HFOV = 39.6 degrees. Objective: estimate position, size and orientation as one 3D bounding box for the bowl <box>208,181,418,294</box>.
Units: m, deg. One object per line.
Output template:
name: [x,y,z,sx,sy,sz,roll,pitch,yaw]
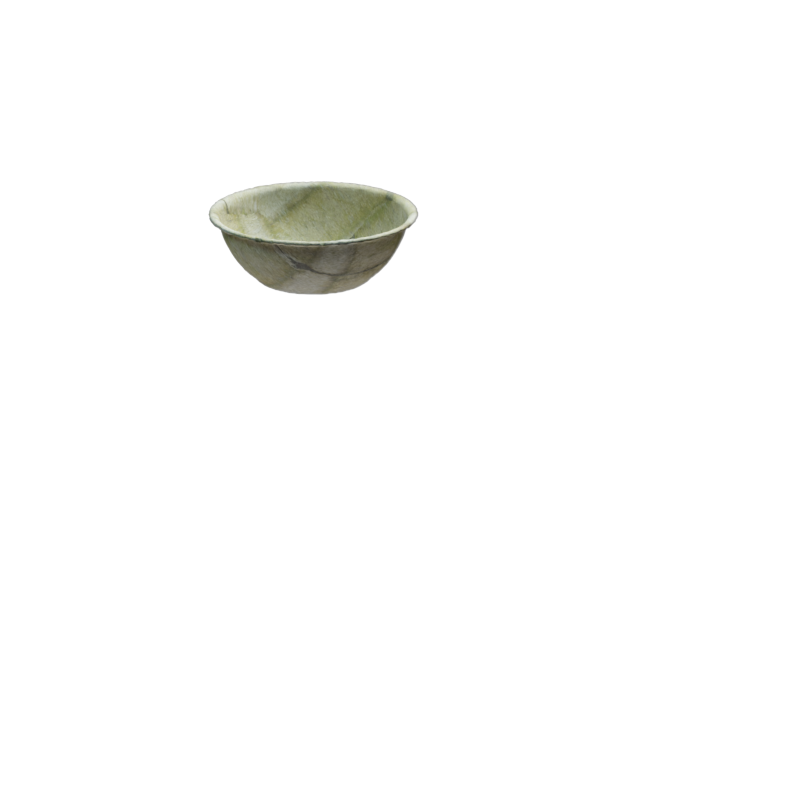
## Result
bowl: [-0.068,-0.124,0.865,0.162,0.052,0.170,-1,25,-2]
